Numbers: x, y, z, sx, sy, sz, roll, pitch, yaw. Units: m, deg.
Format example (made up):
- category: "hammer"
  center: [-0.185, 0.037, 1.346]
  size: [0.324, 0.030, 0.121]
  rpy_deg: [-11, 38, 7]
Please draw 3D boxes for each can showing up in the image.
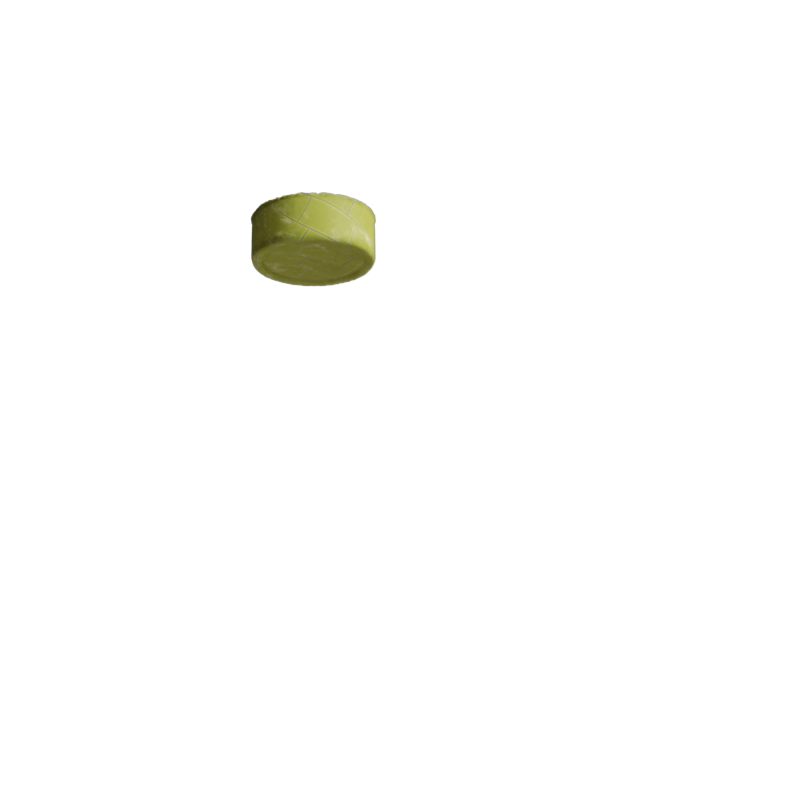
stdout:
- category: "can"
  center: [-0.059, -0.108, 0.755]
  size: [0.086, 0.035, 0.082]
  rpy_deg: [0, -18, -2]
